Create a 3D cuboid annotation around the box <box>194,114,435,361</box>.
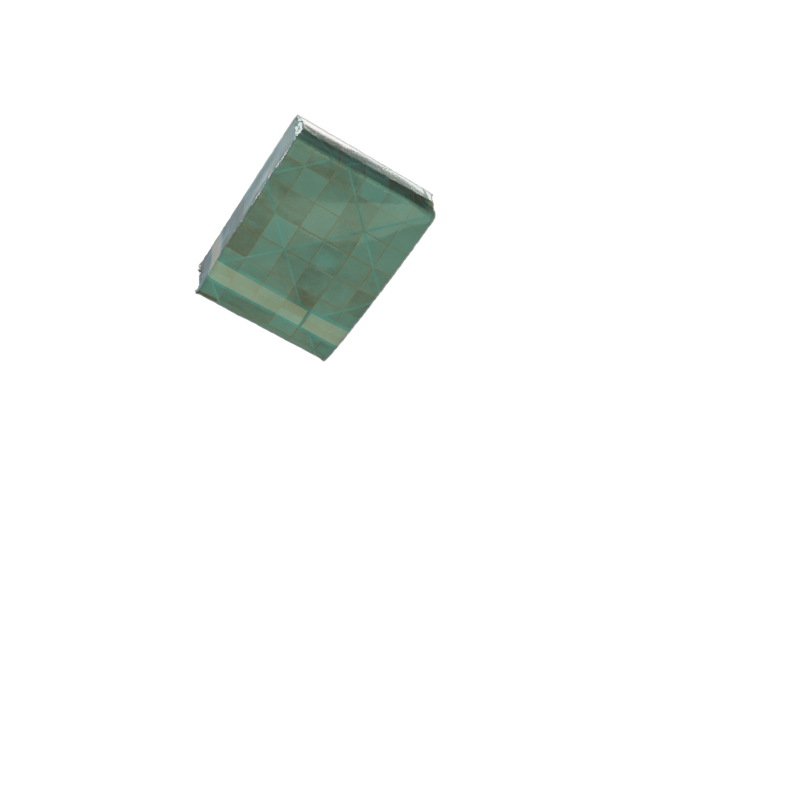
[{"bbox_3d":[-0.048,-0.088,0.615,0.087,0.111,0.041,30,22,-15],"label":"box"}]
